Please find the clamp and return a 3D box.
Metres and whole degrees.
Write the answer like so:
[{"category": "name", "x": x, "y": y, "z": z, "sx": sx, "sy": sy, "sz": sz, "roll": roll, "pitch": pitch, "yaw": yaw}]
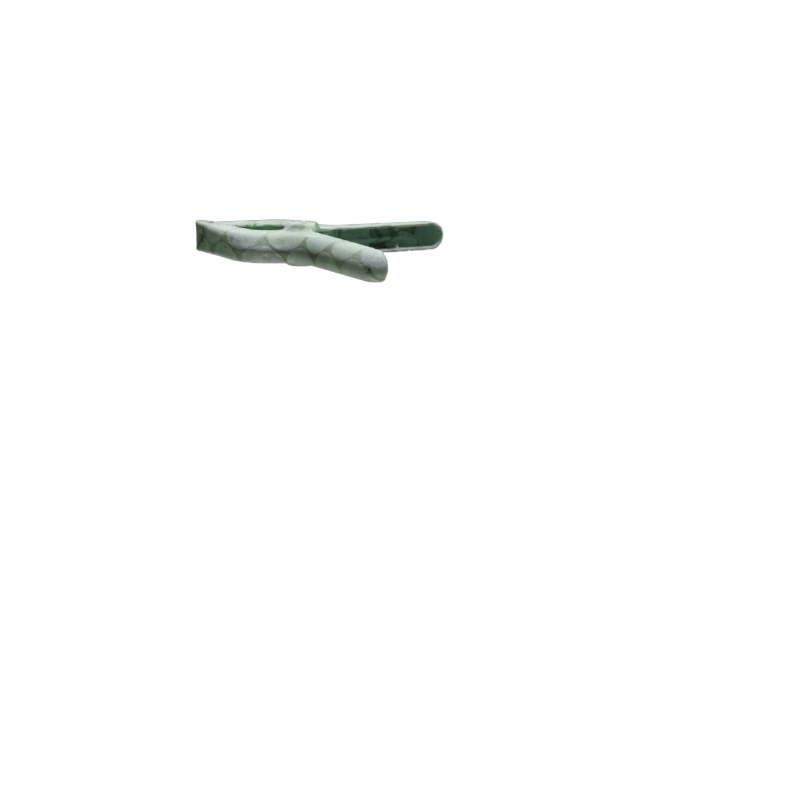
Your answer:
[{"category": "clamp", "x": -0.074, "y": -0.135, "z": 0.945, "sx": 0.218, "sy": 0.035, "sz": 0.163, "roll": 9, "pitch": 19, "yaw": 26}]
